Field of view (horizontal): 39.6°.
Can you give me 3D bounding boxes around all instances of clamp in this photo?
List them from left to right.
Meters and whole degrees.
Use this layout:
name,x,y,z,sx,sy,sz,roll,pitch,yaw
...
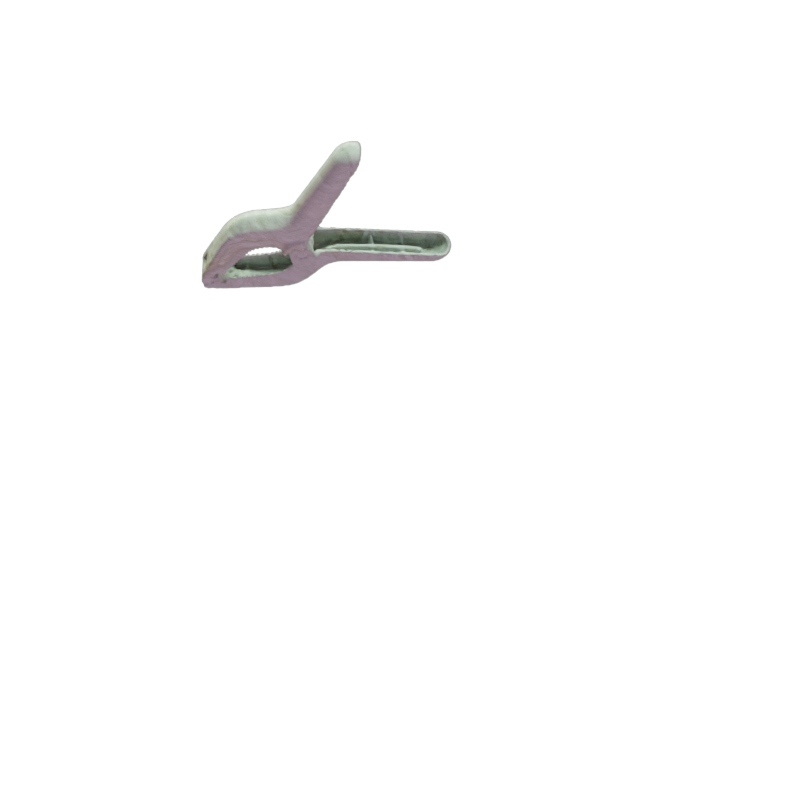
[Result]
name,x,y,z,sx,sy,sz,roll,pitch,yaw
clamp,-0.073,-0.133,0.929,0.212,0.039,0.153,-20,-34,31
